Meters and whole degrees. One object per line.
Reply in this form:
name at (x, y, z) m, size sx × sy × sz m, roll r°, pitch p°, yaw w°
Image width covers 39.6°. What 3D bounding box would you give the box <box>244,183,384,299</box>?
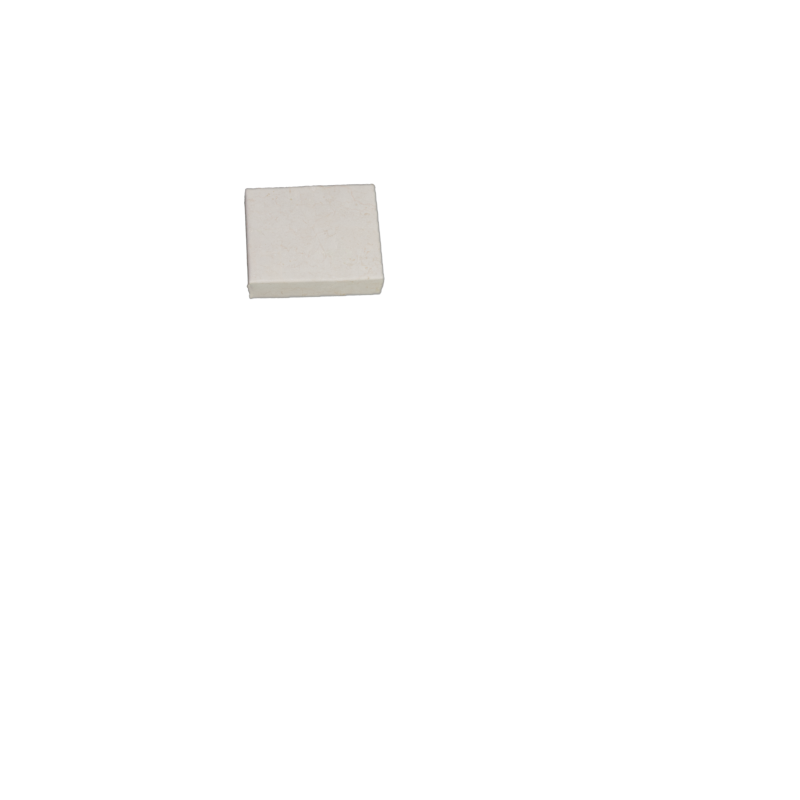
box at (-0.072, -0.132, 0.924) m, size 0.113 × 0.095 × 0.037 m, roll -4°, pitch -27°, yaw -2°
